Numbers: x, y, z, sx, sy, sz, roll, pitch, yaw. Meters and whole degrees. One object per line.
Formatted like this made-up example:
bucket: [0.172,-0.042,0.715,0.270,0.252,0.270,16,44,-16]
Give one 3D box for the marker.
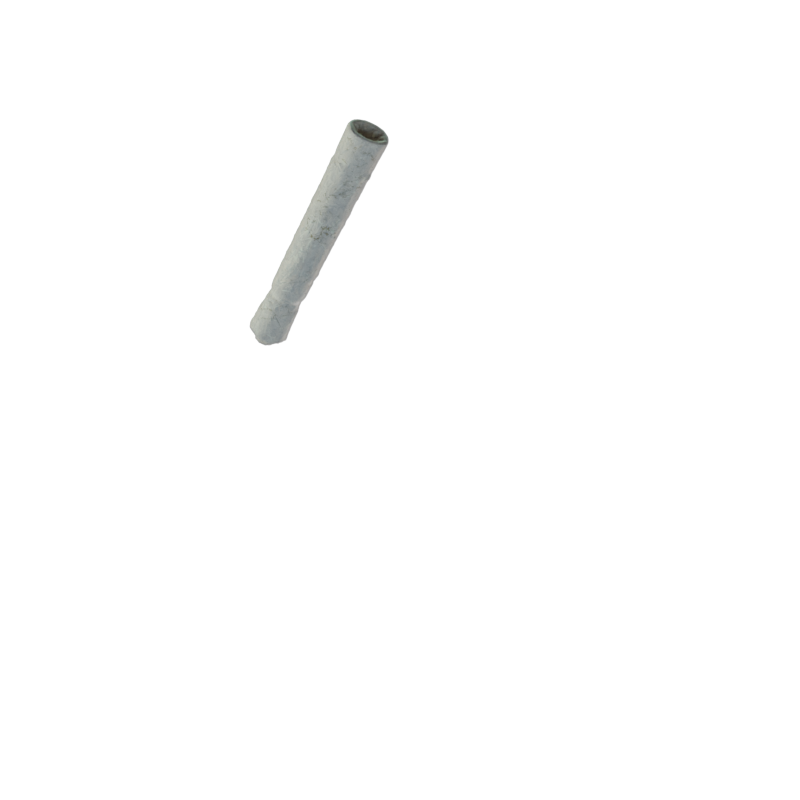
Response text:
marker: [-0.039,-0.070,0.493,0.019,0.116,0.021,20,35,-17]
